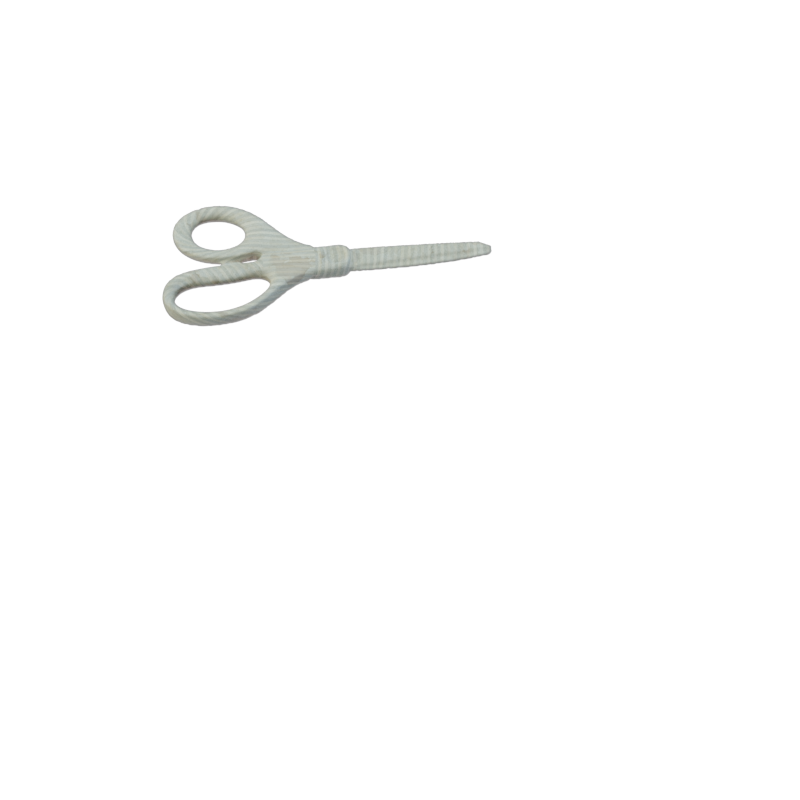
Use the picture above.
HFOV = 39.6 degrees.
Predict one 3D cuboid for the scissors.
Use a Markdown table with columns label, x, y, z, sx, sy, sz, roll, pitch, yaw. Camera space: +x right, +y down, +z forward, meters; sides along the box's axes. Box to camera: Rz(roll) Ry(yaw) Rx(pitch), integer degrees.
| label | x | y | z | sx | sy | sz | roll | pitch | yaw |
| --- | --- | --- | --- | --- | --- | --- | --- | --- | --- |
| scissors | -0.054 | -0.099 | 0.692 | 0.200 | 0.104 | 0.015 | -19 | -35 | -13 |
